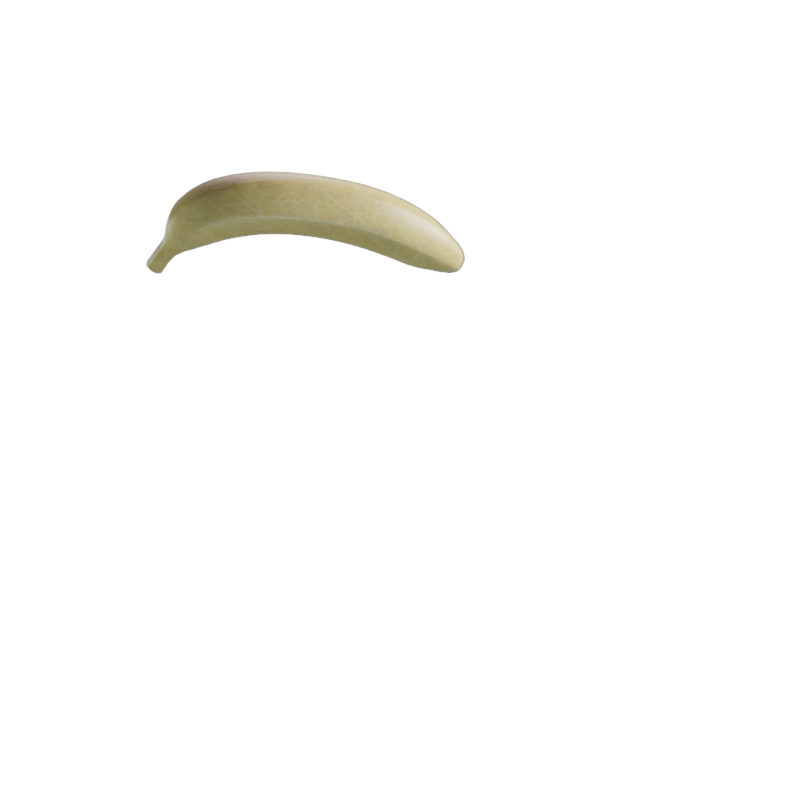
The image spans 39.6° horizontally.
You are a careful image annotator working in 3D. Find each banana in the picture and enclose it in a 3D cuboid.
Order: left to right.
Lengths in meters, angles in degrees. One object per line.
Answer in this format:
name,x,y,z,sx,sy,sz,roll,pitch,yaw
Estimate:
banana,-0.056,-0.108,0.674,0.197,0.039,0.065,1,-35,-2
